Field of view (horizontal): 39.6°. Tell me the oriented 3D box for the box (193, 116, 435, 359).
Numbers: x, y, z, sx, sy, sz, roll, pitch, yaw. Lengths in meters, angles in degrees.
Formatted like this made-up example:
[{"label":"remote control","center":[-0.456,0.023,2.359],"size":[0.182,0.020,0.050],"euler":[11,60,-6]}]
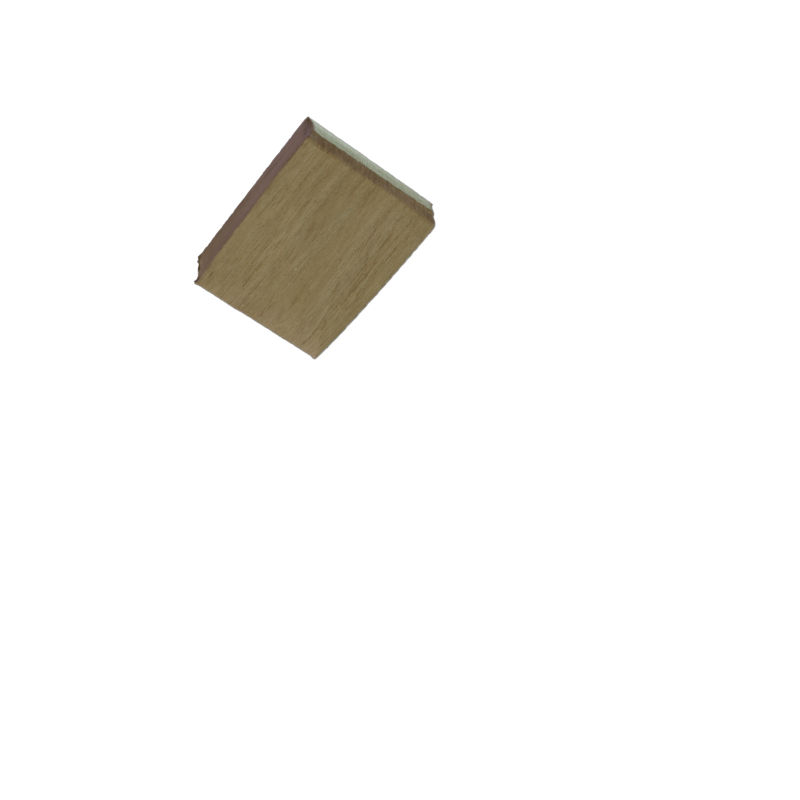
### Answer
[{"label":"box","center":[-0.049,-0.089,0.627],"size":[0.087,0.111,0.041],"euler":[35,21,-16]}]
